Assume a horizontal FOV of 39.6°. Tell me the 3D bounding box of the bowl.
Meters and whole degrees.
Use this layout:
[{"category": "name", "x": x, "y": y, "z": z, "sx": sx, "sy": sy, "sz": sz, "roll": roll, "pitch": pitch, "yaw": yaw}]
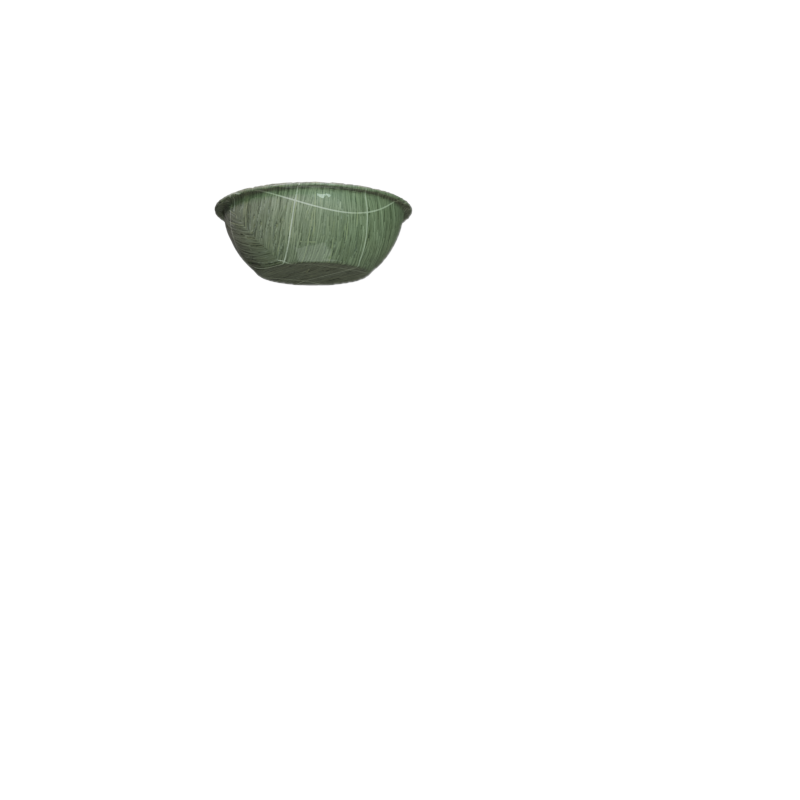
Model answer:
[{"category": "bowl", "x": -0.070, "y": -0.128, "z": 0.899, "sx": 0.162, "sy": 0.056, "sz": 0.158, "roll": 0, "pitch": -7, "yaw": -2}]
